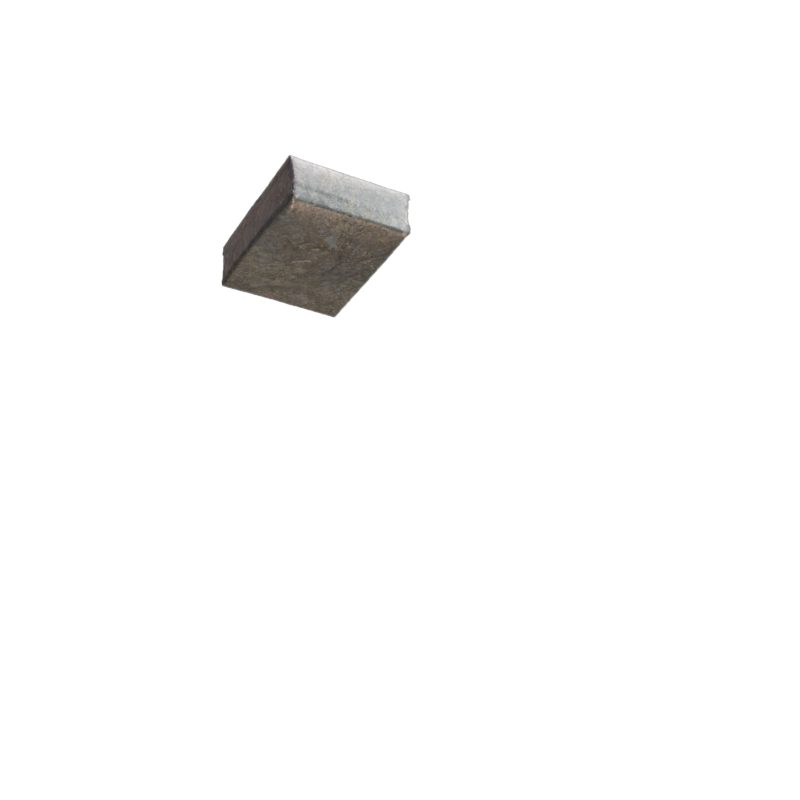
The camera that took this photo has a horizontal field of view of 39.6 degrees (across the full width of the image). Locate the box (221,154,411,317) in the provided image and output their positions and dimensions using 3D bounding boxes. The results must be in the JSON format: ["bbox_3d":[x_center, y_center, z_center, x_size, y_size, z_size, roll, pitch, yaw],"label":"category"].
[{"bbox_3d":[-0.059,-0.107,0.746,0.086,0.041,0.111,16,-34,-25],"label":"box"}]
